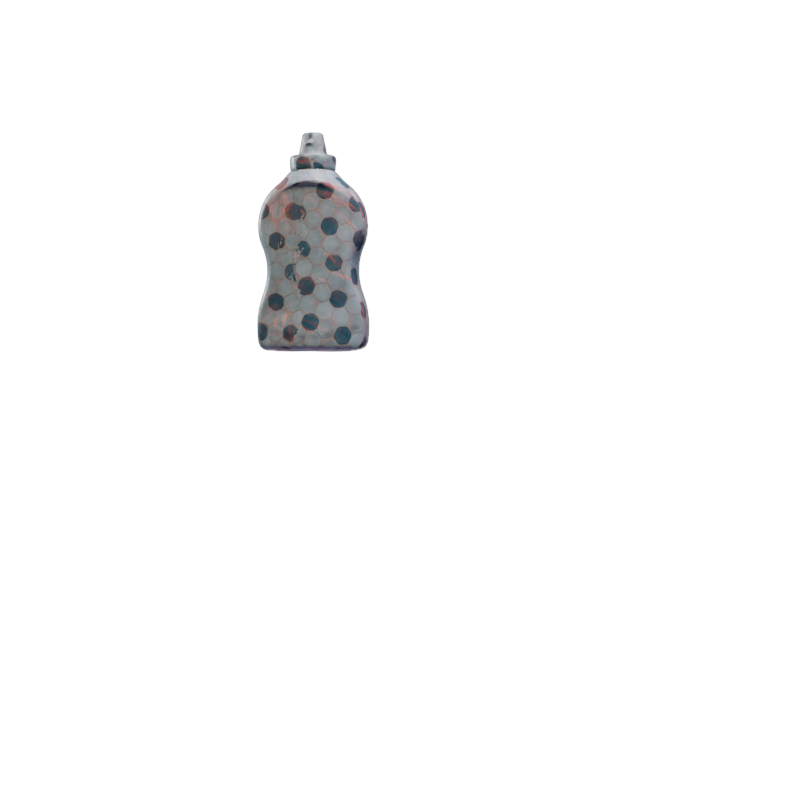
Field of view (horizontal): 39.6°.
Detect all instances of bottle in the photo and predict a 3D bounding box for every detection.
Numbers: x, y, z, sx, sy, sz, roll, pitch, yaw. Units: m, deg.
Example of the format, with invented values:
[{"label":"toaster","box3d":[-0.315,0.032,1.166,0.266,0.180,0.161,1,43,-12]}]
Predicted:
[{"label":"bottle","box3d":[-0.077,-0.140,0.978,0.098,0.193,0.057,-1,-3,12]}]
